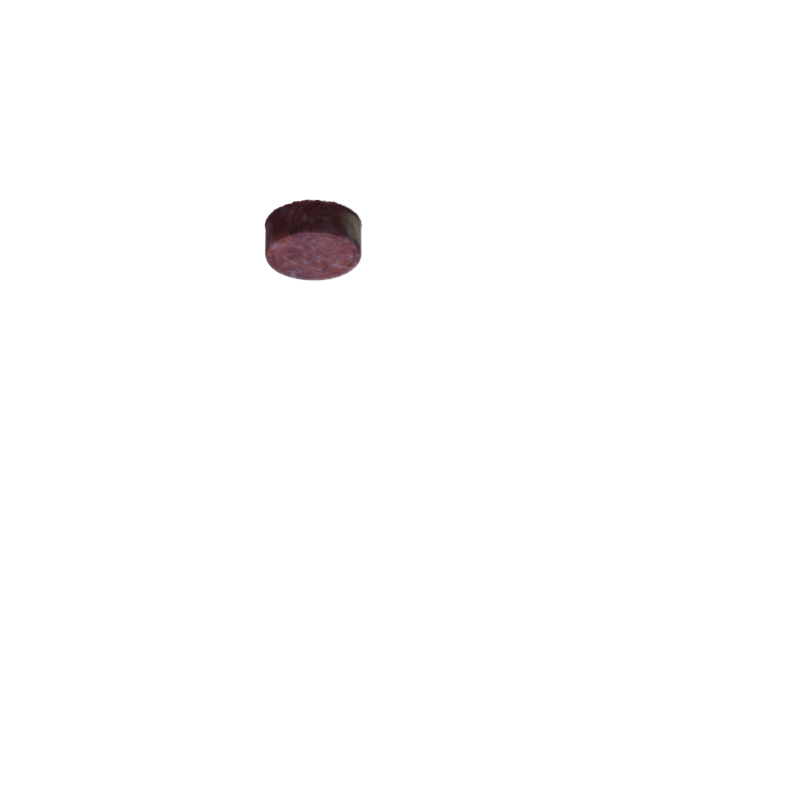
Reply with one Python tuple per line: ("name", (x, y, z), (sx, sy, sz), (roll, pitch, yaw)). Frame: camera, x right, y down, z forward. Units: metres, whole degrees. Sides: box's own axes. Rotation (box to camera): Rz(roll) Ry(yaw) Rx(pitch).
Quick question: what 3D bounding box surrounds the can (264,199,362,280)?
("can", (-0.076, -0.138, 0.968), (0.086, 0.036, 0.081), (1, -25, -2))
